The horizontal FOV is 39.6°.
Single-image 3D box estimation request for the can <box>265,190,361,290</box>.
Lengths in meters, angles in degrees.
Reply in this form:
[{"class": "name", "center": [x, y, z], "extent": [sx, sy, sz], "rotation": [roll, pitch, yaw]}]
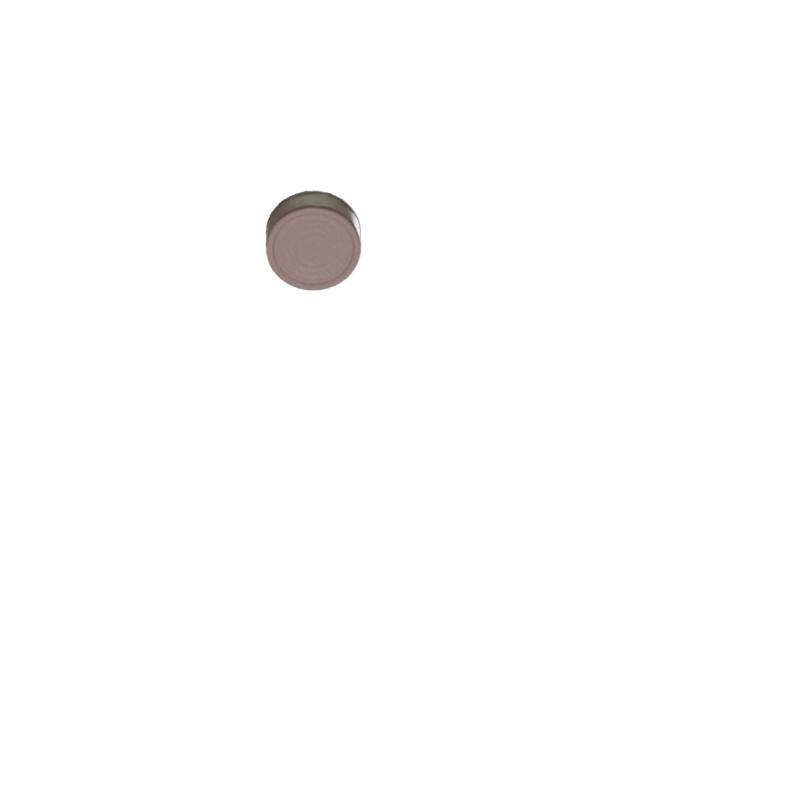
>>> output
[{"class": "can", "center": [-0.077, -0.140, 0.982], "extent": [0.086, 0.081, 0.036], "rotation": [1, 31, -1]}]
